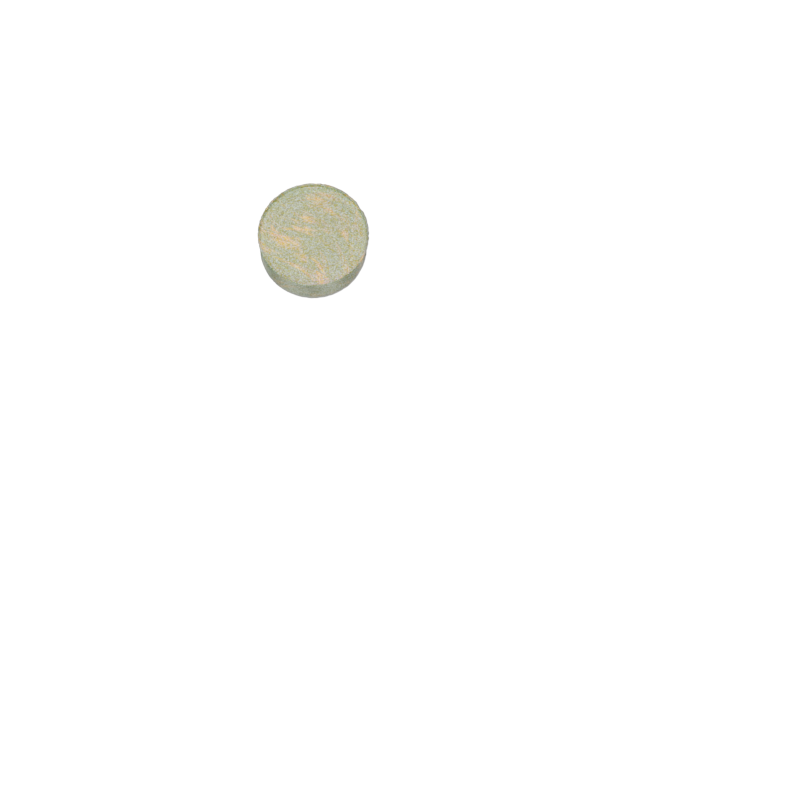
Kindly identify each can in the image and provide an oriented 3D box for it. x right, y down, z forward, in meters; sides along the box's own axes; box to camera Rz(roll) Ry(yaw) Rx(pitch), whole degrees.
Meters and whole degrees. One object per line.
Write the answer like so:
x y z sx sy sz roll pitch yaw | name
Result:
-0.068 -0.124 0.867 0.086 0.090 0.032 -1 -21 -1 | can
